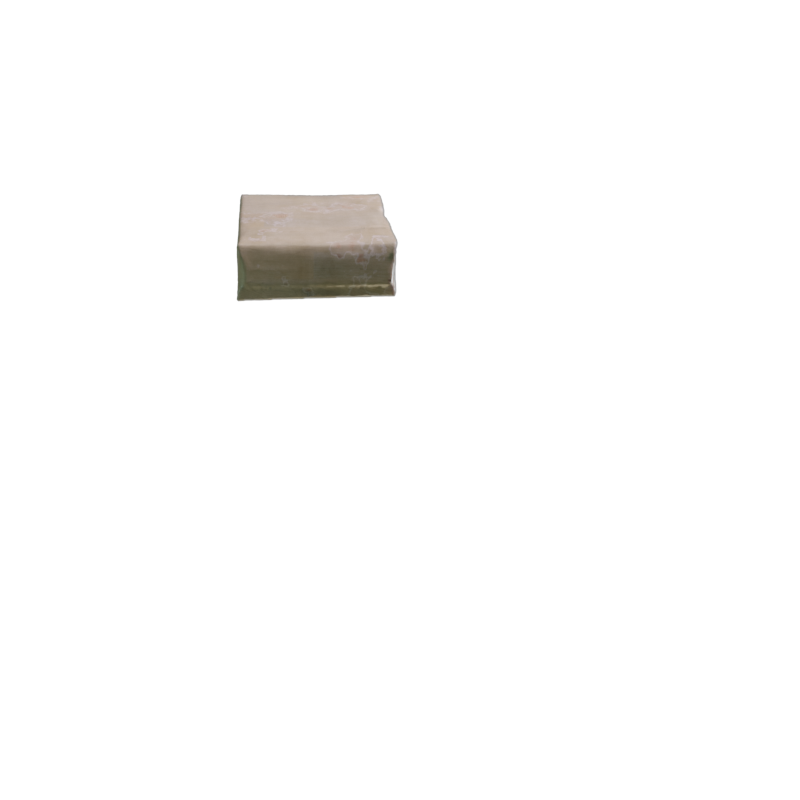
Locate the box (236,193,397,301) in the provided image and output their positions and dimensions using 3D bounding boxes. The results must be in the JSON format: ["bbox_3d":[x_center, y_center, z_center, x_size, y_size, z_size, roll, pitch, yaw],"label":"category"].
[{"bbox_3d":[-0.042,-0.077,0.536,0.073,0.029,0.094,-1,24,-4],"label":"box"}]
